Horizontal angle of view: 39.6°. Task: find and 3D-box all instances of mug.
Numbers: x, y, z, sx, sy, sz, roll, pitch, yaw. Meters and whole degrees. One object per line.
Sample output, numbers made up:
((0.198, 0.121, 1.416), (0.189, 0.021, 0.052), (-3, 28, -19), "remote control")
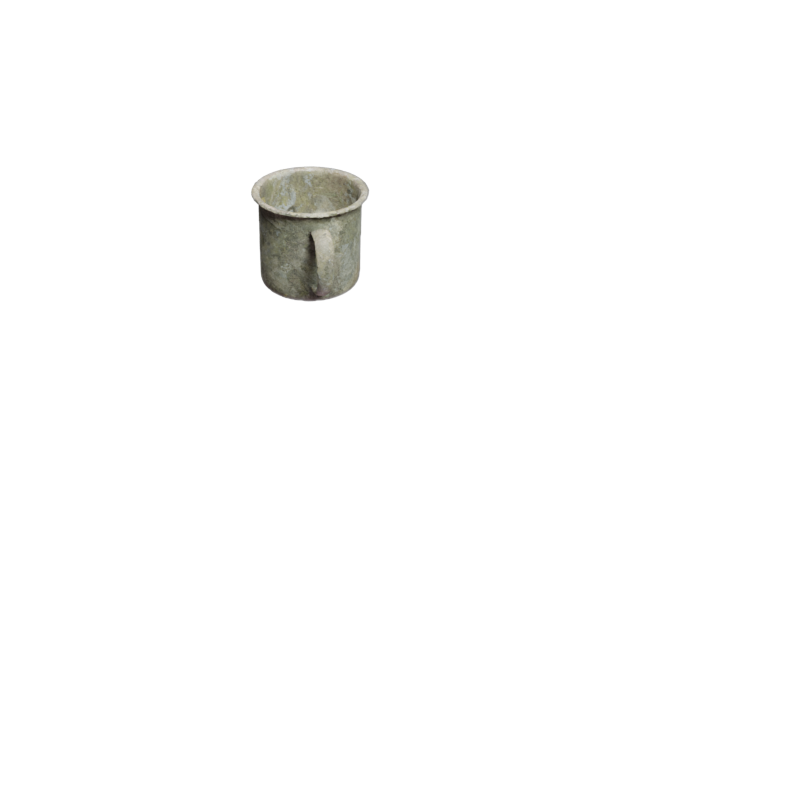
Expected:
((-0.069, -0.126, 0.882), (0.092, 0.077, 0.126), (-7, 33, -13), "mug")
